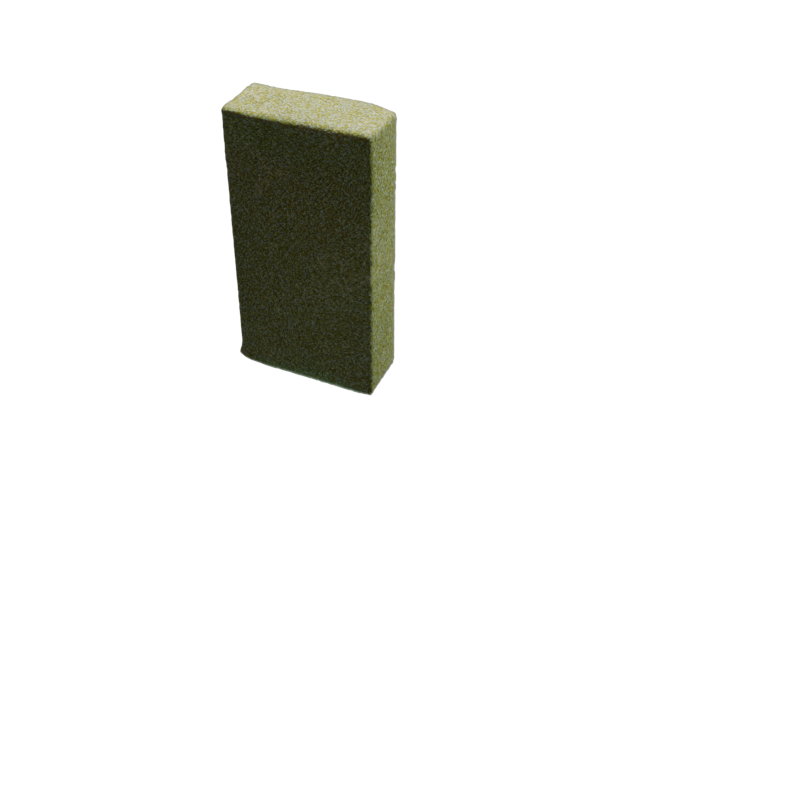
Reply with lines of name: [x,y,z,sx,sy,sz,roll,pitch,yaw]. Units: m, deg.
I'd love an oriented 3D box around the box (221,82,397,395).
box: [-0.051,-0.093,0.652,0.097,0.165,0.049,16,36,20]
